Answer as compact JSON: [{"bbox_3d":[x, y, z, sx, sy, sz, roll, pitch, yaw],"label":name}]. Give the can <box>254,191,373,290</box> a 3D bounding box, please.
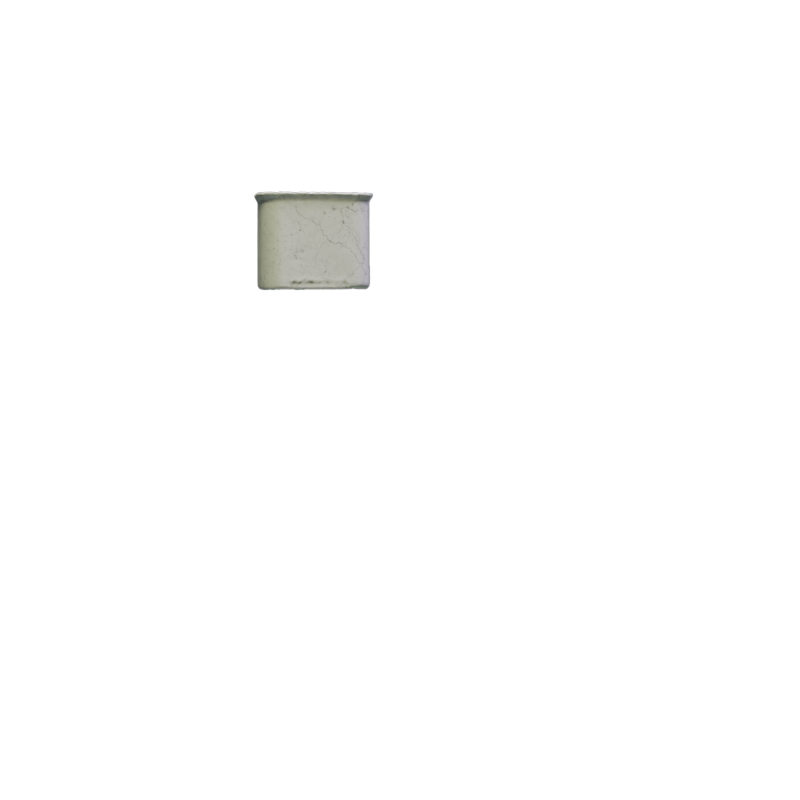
[{"bbox_3d":[-0.076,-0.138,0.966,0.100,0.084,0.058,-1,1,-11],"label":"can"}]
